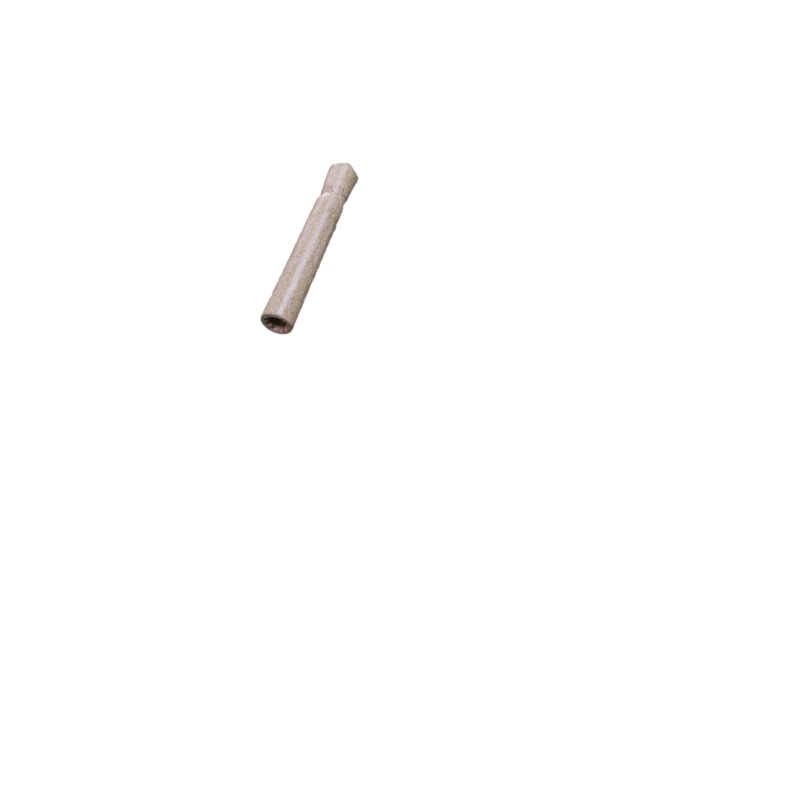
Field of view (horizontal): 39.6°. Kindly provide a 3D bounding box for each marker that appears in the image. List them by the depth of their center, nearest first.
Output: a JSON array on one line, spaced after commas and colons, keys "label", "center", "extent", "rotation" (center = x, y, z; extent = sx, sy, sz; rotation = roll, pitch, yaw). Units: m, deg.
[{"label": "marker", "center": [-0.050, -0.091, 0.635], "extent": [0.020, 0.127, 0.018], "rotation": [15, -34, 8]}]
